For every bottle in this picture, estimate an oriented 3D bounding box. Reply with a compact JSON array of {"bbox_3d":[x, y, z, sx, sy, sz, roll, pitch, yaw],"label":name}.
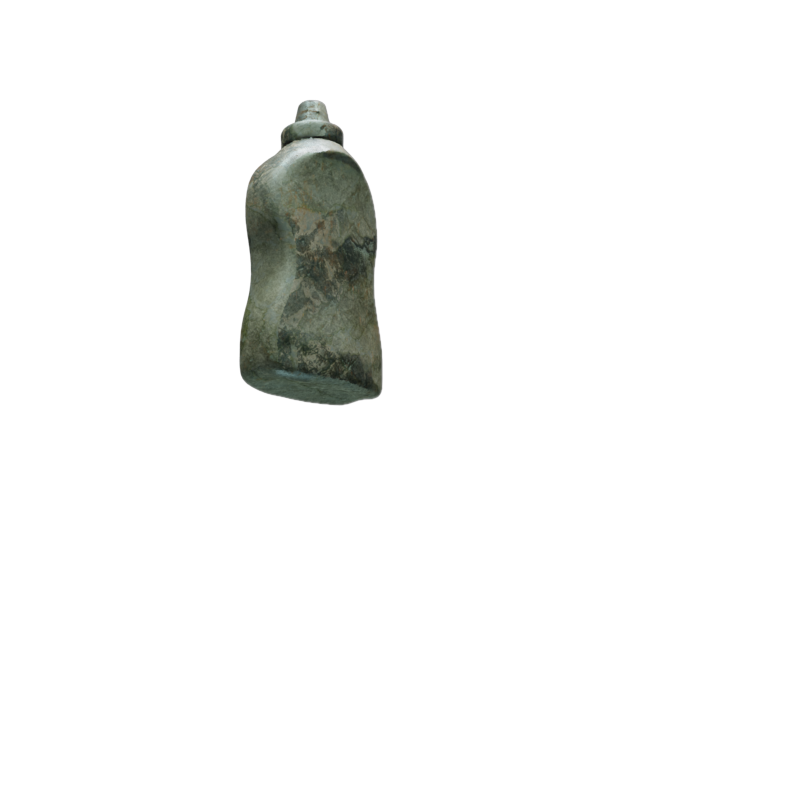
[{"bbox_3d":[-0.054,-0.099,0.691,0.059,0.201,0.090,-19,-26,41],"label":"bottle"}]
